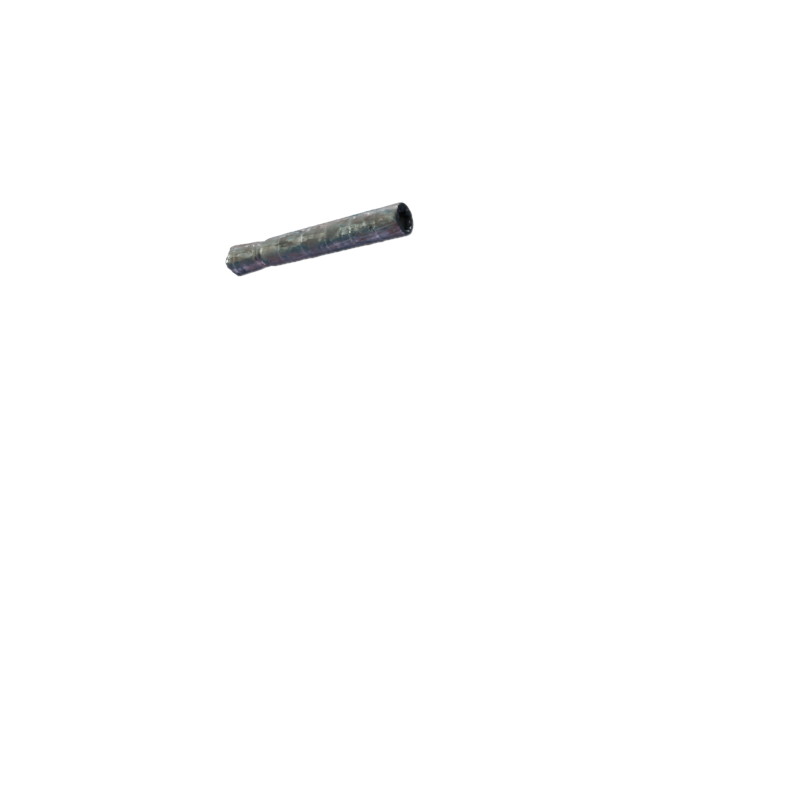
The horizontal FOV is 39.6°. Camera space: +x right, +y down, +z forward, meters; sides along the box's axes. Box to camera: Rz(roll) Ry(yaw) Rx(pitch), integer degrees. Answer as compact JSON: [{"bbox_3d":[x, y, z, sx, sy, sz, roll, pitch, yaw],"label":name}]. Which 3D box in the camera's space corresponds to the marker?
[{"bbox_3d":[-0.049,-0.090,0.628,0.123,0.020,0.019,-9,-1,31],"label":"marker"}]
